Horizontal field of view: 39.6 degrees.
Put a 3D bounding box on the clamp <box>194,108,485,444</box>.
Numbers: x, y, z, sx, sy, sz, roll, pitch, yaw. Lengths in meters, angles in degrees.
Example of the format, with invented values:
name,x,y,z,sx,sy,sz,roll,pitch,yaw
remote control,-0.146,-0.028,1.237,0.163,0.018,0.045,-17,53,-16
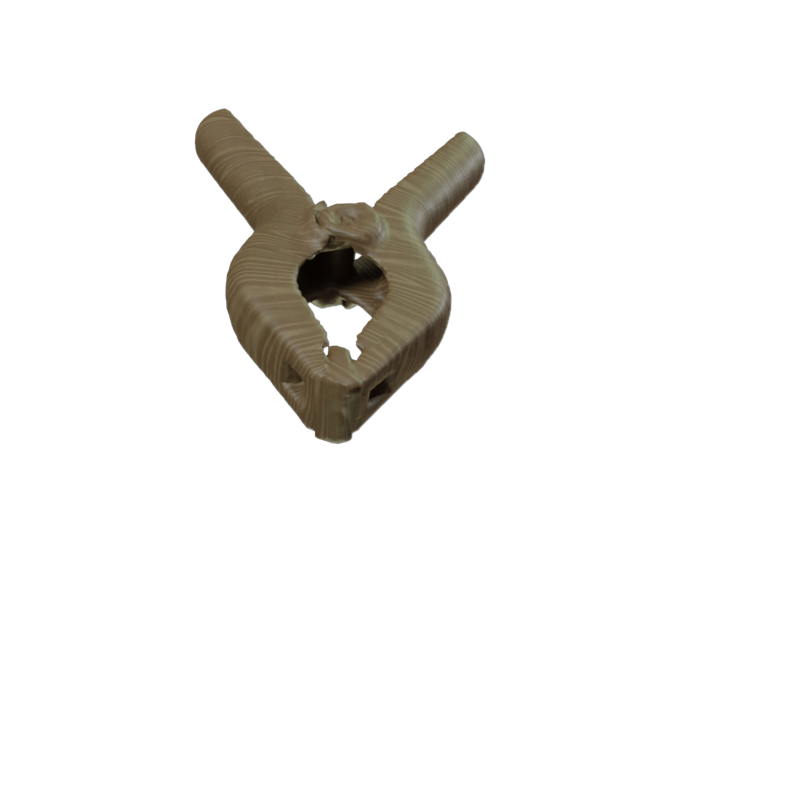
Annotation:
name,x,y,z,sx,sy,sz,roll,pitch,yaw
clamp,-0.032,-0.059,0.413,0.121,0.037,0.182,5,39,6
